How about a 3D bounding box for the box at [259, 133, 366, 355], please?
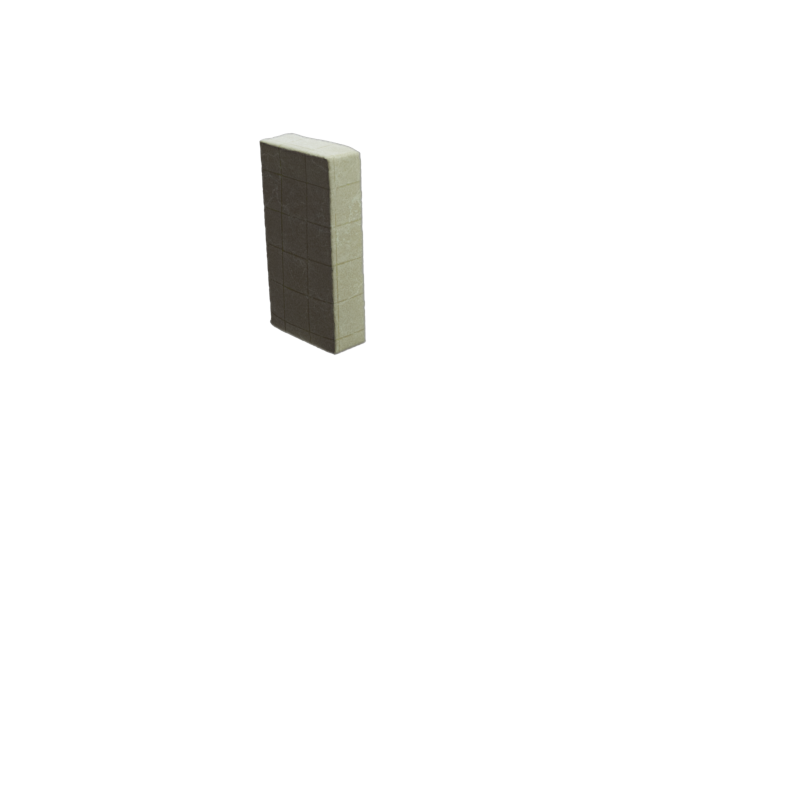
[{"bbox_3d":[-0.075,-0.138,0.964,0.047,0.169,0.099,-16,26,-40],"label":"box"}]
